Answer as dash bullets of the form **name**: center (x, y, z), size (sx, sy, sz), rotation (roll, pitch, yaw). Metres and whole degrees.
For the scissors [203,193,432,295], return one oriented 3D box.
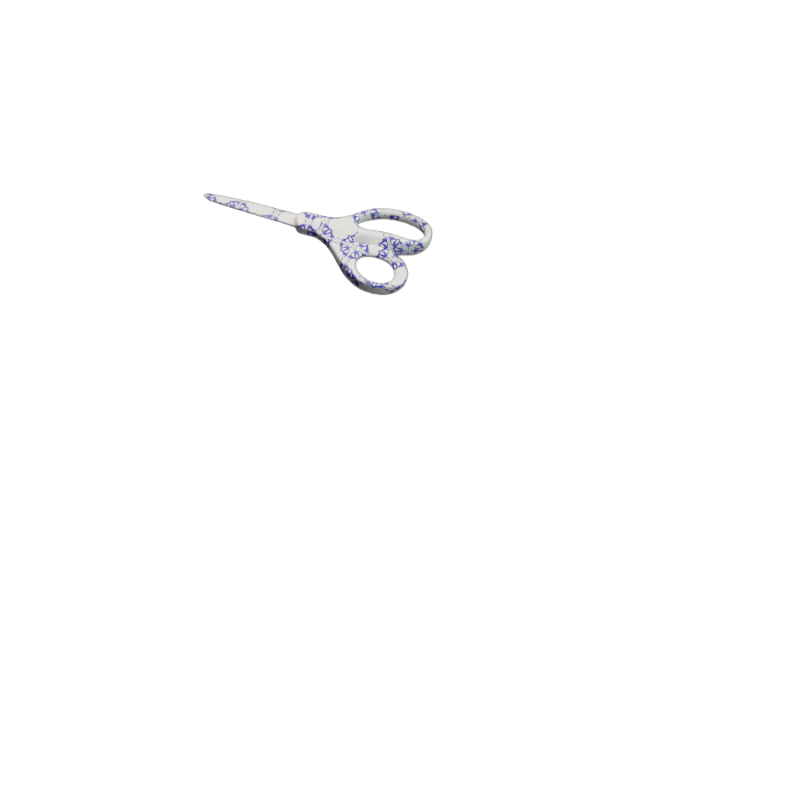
- **scissors**: center (-0.074, -0.135, 0.945), size (0.202, 0.103, 0.015), rotation (3, -37, 3)
